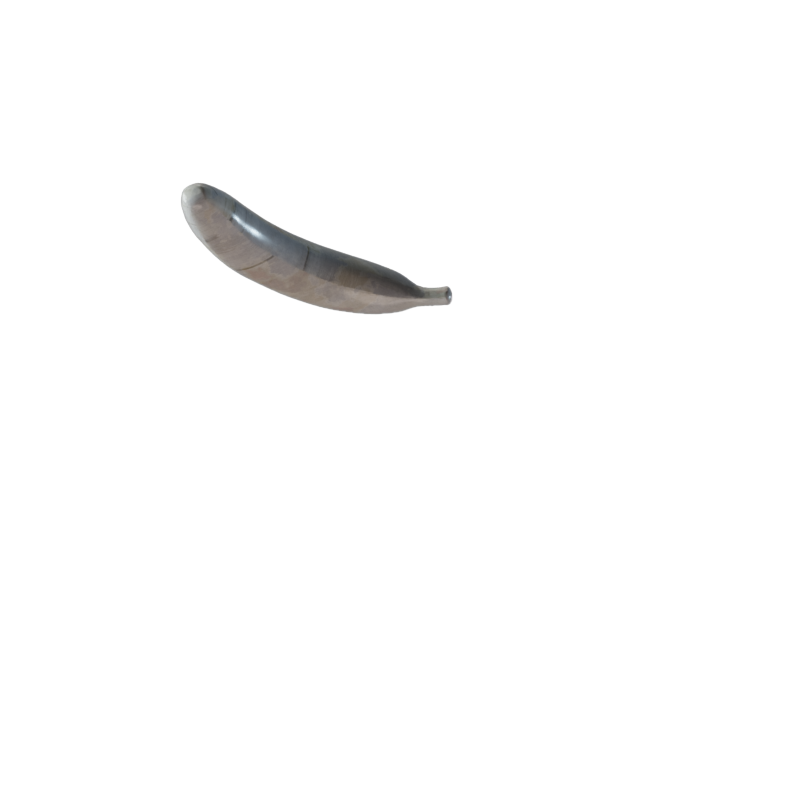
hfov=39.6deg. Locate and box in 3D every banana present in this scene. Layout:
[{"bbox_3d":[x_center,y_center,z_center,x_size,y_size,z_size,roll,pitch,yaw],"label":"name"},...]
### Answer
[{"bbox_3d":[-0.062,-0.090,0.689,0.187,0.039,0.069,16,-30,-33],"label":"banana"}]
